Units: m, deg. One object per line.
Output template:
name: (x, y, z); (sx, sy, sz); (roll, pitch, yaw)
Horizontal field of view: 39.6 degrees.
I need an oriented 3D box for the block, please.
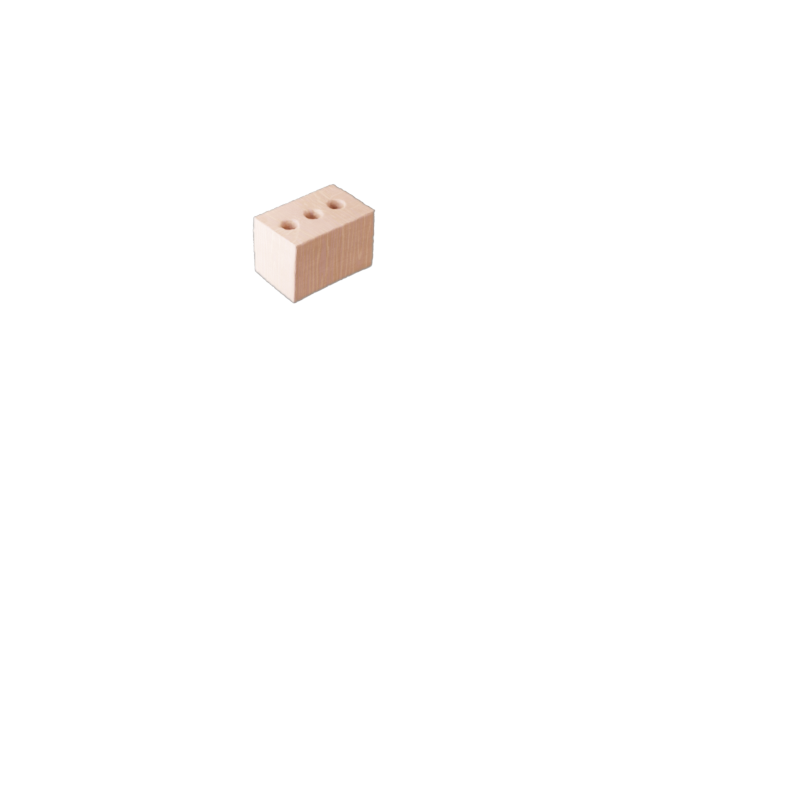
block: (-0.065, -0.118, 0.829); (0.078, 0.048, 0.056); (-29, 48, -31)
